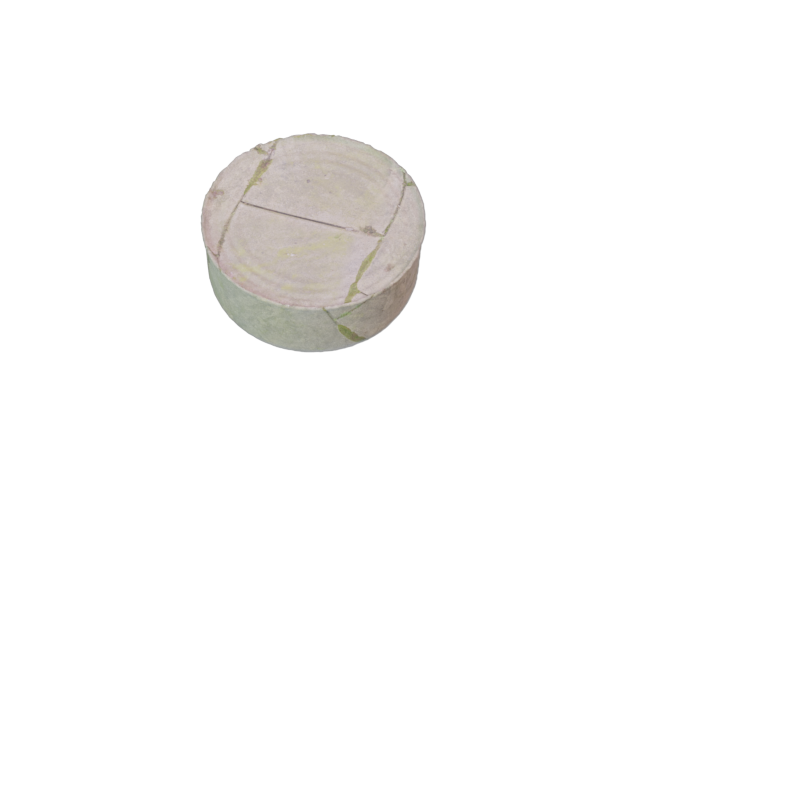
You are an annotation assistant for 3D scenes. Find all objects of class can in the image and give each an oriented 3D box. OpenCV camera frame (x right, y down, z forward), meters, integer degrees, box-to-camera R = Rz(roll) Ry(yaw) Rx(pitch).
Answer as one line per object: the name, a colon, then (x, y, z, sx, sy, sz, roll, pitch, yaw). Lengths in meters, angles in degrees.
can: (-0.034, -0.062, 0.434, 0.086, 0.092, 0.031, -1, -34, -1)
